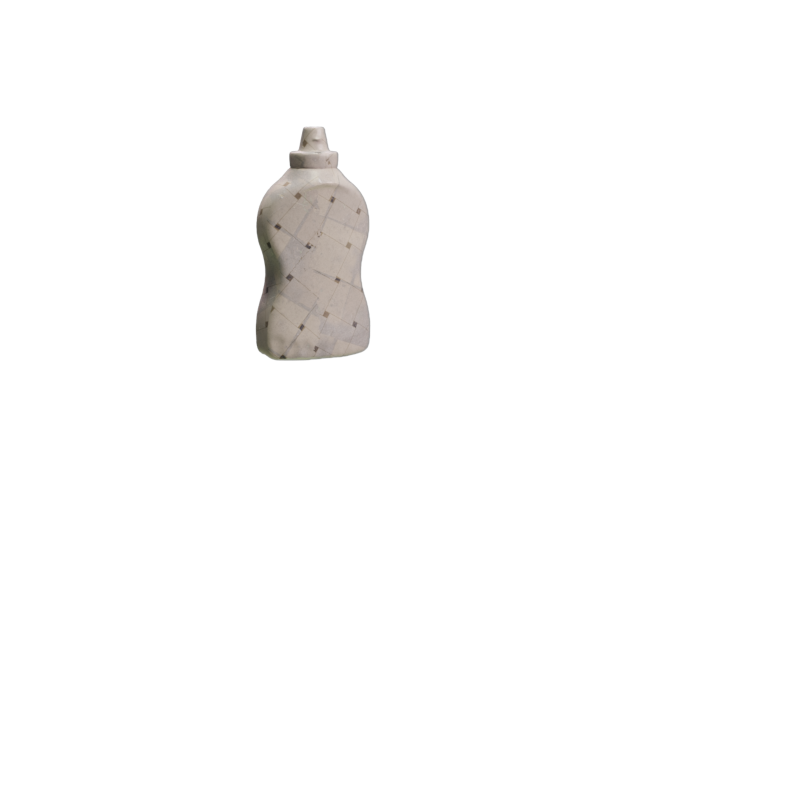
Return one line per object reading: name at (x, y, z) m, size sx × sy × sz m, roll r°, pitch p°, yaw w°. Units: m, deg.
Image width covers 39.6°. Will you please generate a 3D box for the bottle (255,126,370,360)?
bottle at (-0.073, -0.133, 0.929) m, size 0.094 × 0.188 × 0.061 m, roll -3°, pitch 8°, yaw -23°
